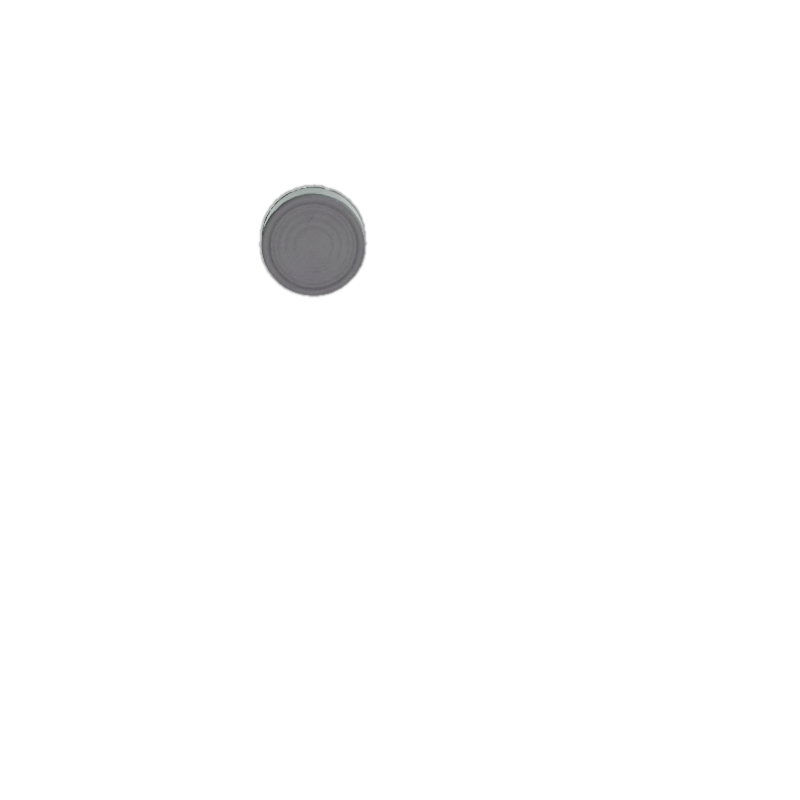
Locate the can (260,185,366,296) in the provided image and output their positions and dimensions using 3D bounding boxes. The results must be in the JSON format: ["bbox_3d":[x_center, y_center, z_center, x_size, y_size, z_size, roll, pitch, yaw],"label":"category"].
[{"bbox_3d":[-0.070,-0.128,0.898,0.086,0.083,0.035,0,15,-1],"label":"can"}]
